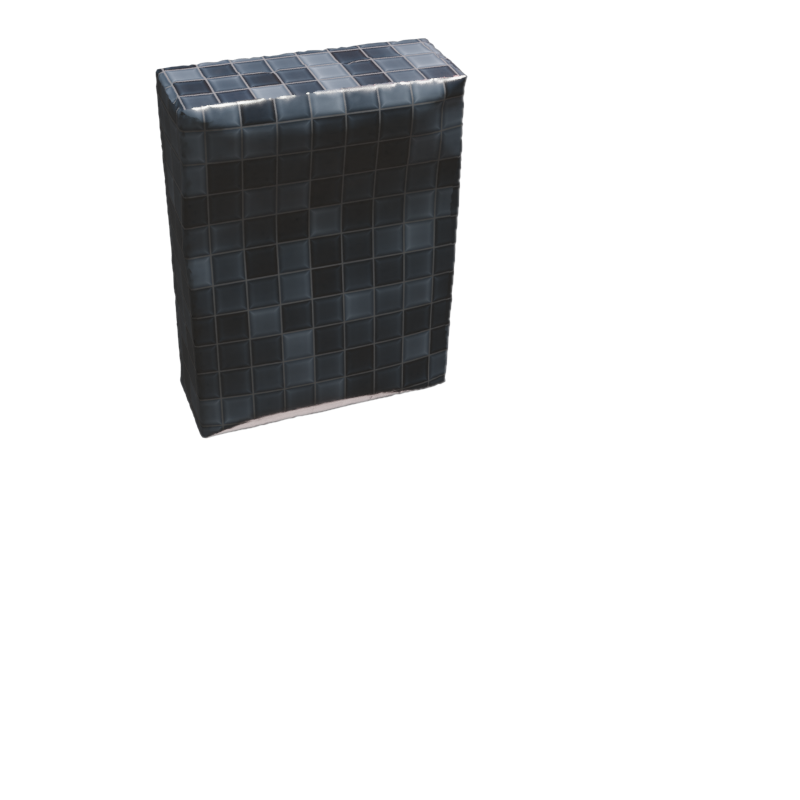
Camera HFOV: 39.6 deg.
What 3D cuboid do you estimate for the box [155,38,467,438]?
[{"bbox_3d":[-0.051,-0.093,0.654,0.162,0.201,0.078,-10,35,-18],"label":"box"}]
